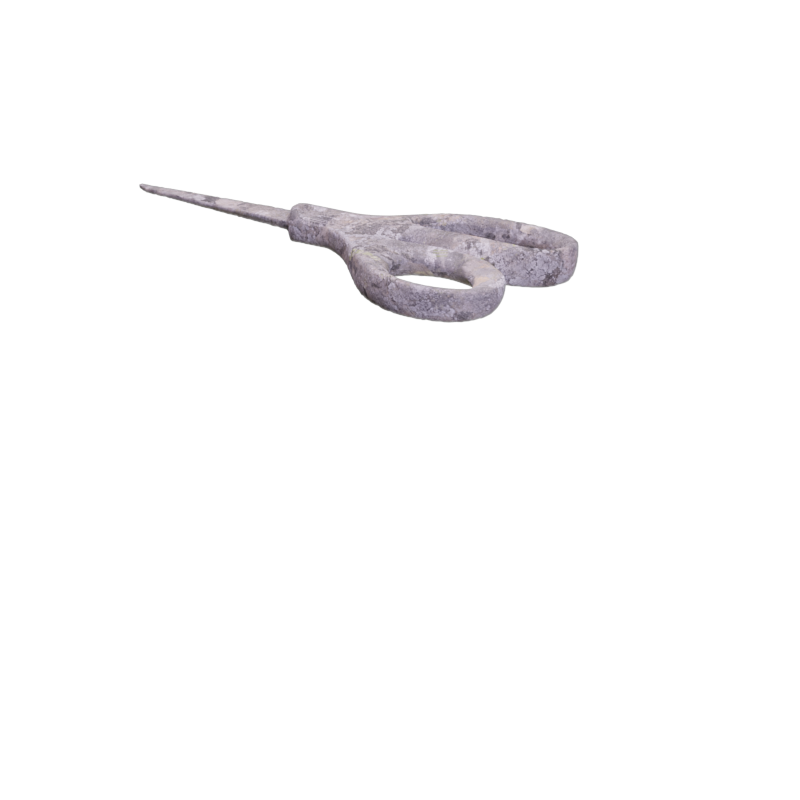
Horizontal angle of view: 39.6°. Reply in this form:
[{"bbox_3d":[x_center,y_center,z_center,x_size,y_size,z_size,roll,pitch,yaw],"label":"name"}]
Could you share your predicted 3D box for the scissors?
[{"bbox_3d":[-0.034,-0.063,0.438,0.207,0.015,0.098,9,27,17],"label":"scissors"}]
